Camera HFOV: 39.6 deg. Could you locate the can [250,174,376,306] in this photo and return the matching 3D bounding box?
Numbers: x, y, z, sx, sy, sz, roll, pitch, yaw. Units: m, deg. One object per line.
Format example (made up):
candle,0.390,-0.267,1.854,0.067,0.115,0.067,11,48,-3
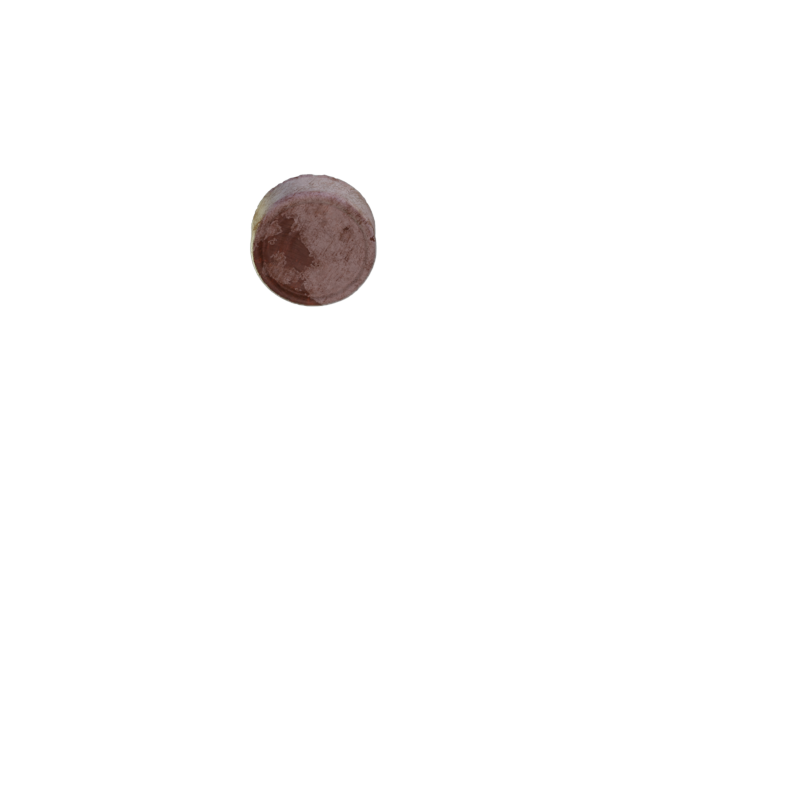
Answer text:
can,-0.059,-0.107,0.748,0.086,0.081,0.035,1,27,-1
